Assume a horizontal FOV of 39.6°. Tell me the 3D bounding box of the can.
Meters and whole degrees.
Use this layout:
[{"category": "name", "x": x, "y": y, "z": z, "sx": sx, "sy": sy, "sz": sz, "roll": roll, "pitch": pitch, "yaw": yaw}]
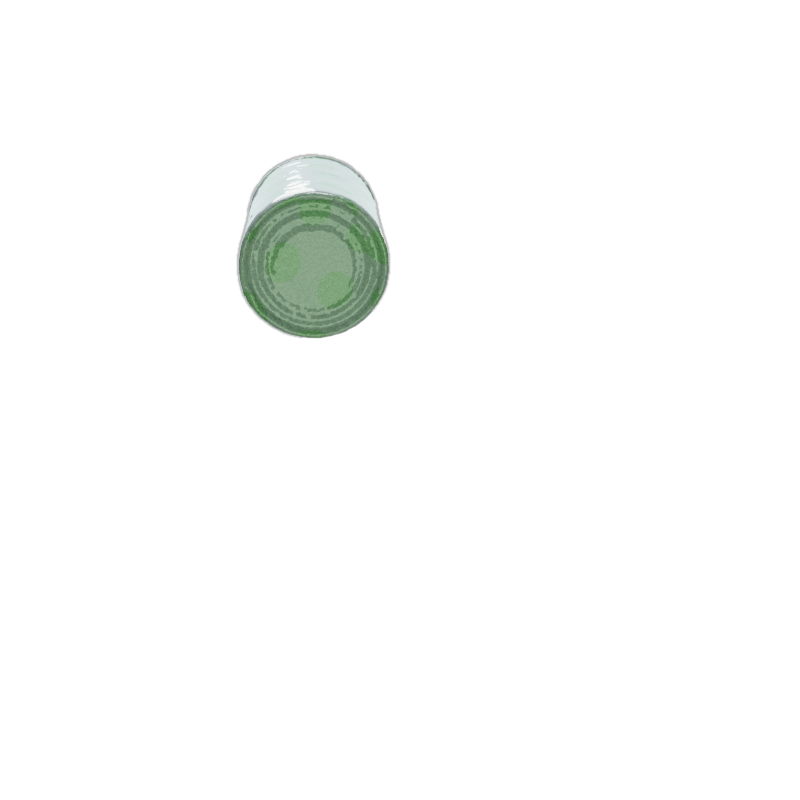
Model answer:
[{"category": "can", "x": -0.041, "y": -0.075, "z": 0.527, "sx": 0.068, "sy": 0.066, "sz": 0.106, "roll": 0, "pitch": 18, "yaw": -3}]
